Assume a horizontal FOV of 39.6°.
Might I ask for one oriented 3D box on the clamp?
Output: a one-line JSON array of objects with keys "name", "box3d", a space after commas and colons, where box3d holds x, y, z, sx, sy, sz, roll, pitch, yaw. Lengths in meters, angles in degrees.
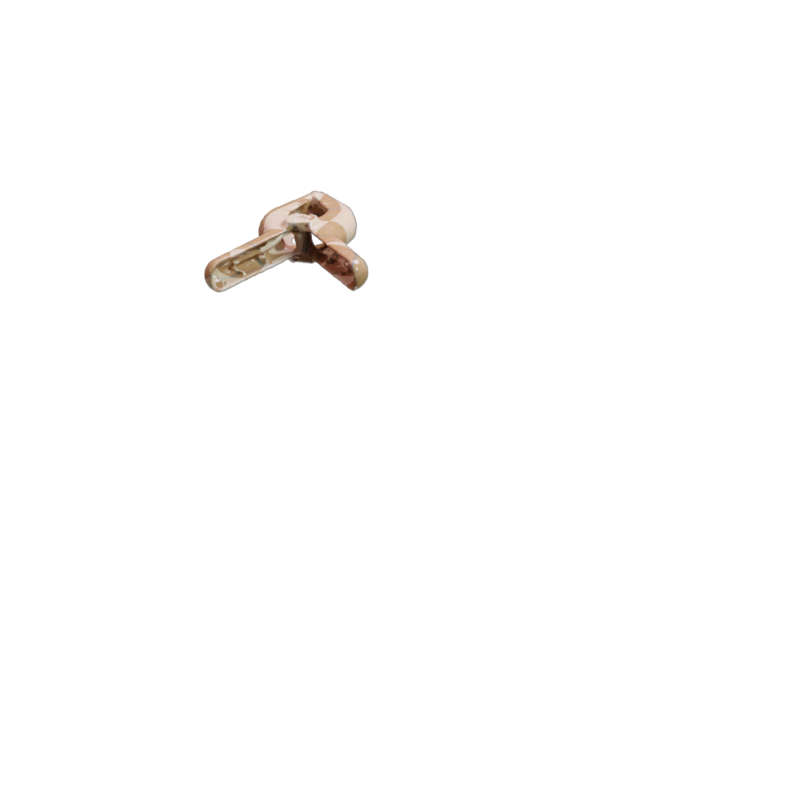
[{"name": "clamp", "box3d": [-0.068, -0.123, 0.864, 0.123, 0.037, 0.177, 8, 32, 13]}]
